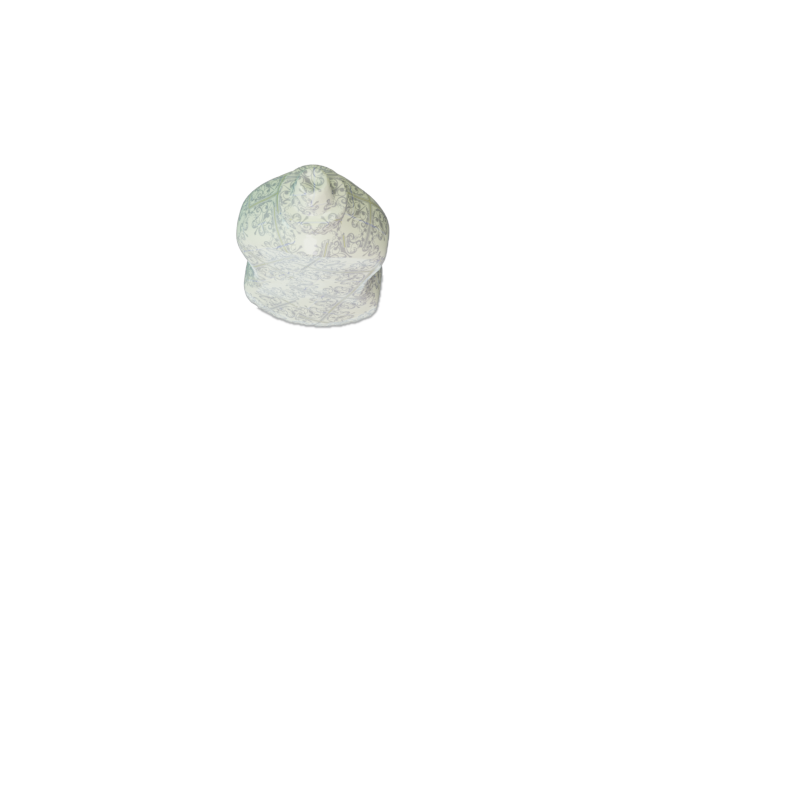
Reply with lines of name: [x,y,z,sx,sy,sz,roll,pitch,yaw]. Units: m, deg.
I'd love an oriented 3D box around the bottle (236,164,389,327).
bottle: [-0.056,-0.101,0.714,0.096,0.061,0.184,10,-16,-1]
